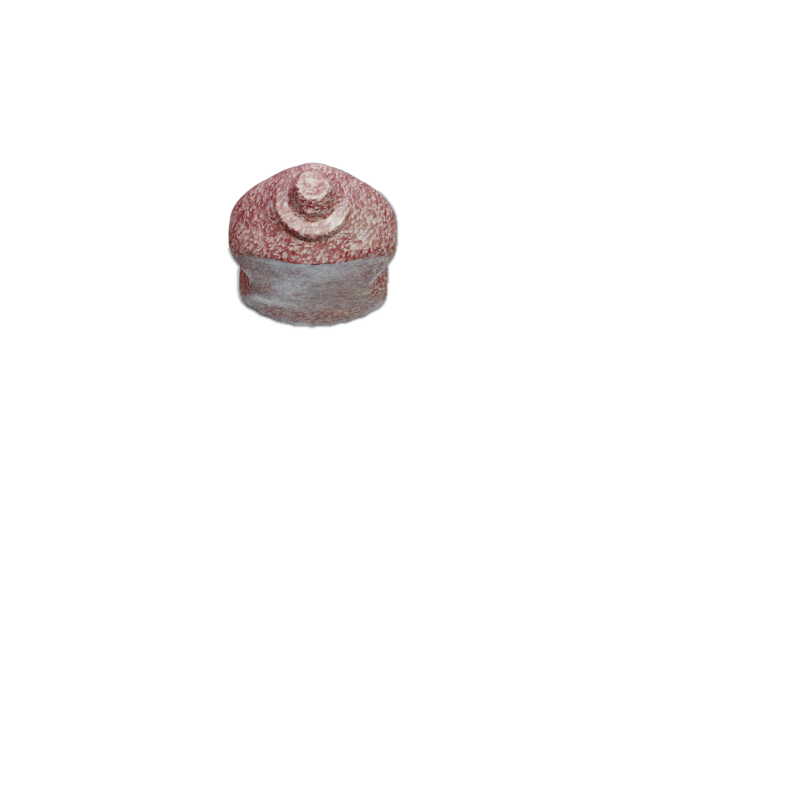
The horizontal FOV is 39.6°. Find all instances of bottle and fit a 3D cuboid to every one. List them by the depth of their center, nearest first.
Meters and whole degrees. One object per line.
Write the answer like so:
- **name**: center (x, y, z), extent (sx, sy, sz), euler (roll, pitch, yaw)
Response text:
- **bottle**: center (-0.051, -0.092, 0.646), extent (0.096, 0.060, 0.185), euler (3, -12, -3)
